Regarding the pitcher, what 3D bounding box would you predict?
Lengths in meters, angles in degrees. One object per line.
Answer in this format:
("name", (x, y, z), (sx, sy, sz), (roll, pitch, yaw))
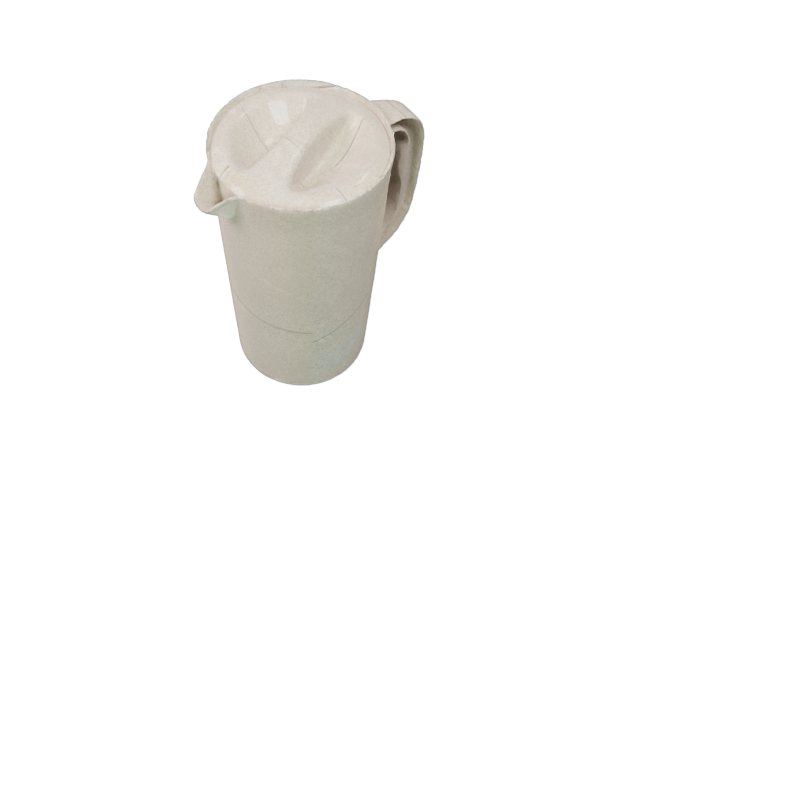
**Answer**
("pitcher", (-0.068, -0.124, 0.867), (0.150, 0.154, 0.227), (9, -36, 4))
